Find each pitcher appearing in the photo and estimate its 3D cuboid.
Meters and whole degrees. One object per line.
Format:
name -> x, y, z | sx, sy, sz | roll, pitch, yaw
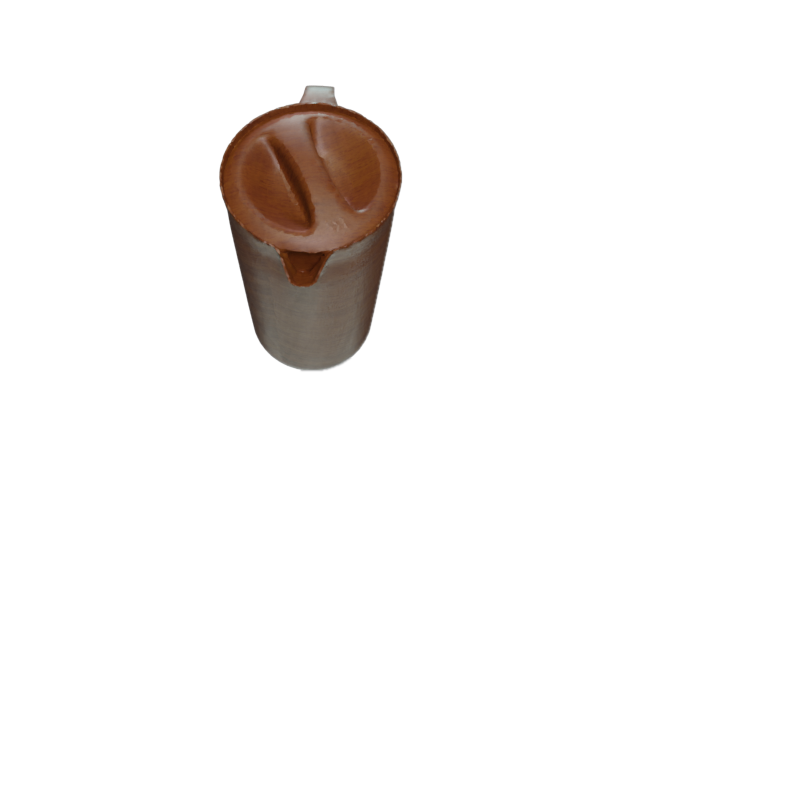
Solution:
pitcher -> -0.071, -0.130, 0.910 | 0.150, 0.152, 0.229 | -40, -18, -19
